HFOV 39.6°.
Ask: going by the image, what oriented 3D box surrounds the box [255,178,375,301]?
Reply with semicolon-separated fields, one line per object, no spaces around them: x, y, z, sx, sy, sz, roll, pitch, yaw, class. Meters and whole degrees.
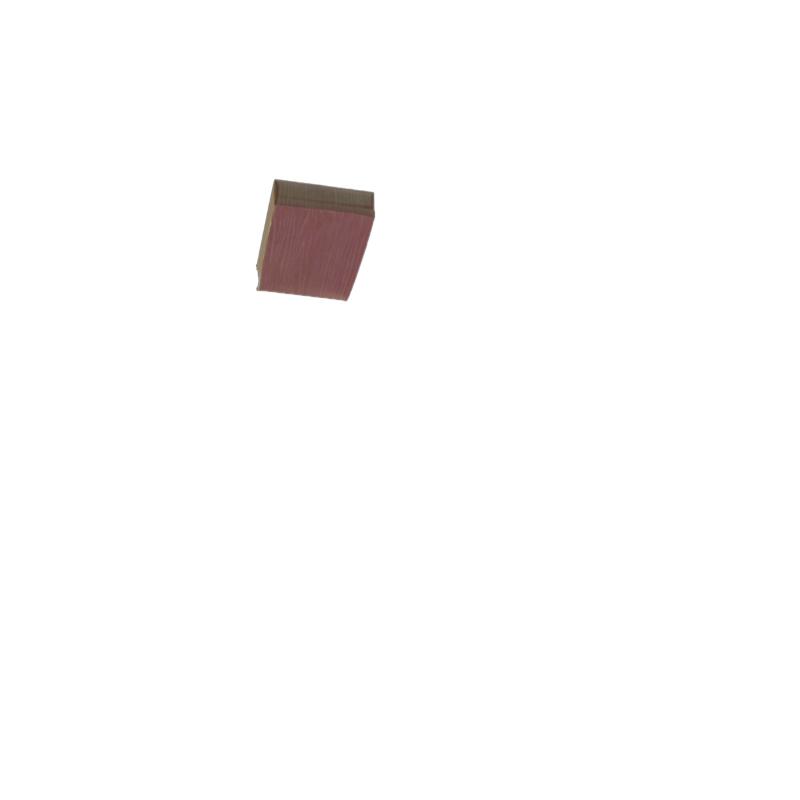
-0.077;-0.141;0.987;0.089;0.042;0.107;8;-45;-10;box
